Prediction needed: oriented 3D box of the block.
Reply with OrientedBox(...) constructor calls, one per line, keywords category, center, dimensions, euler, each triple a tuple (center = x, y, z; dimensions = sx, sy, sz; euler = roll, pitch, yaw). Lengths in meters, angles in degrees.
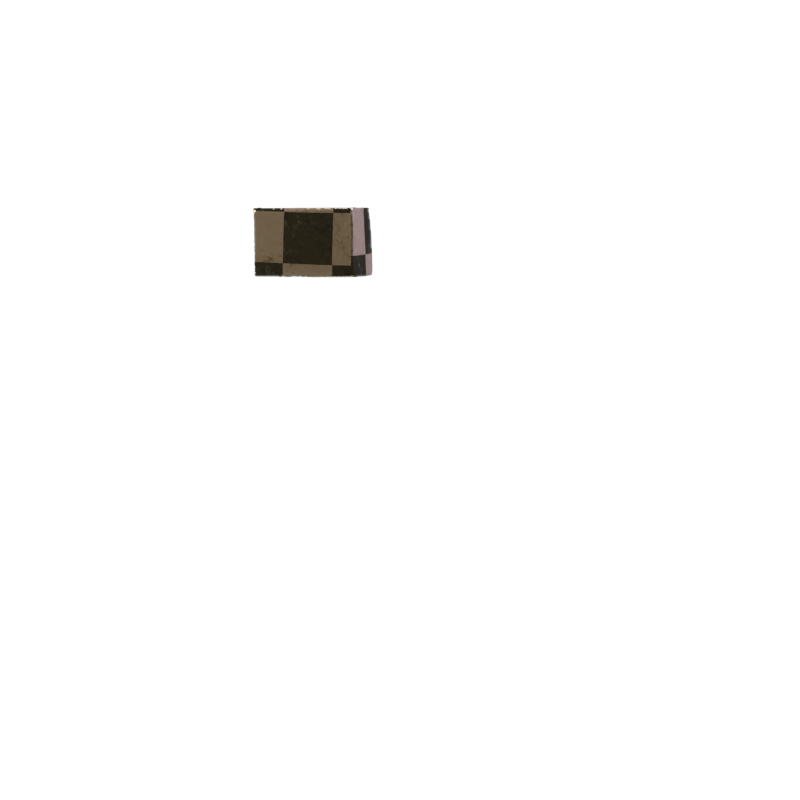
OrientedBox(category="block", center=(-0.064, -0.117, 0.820), dimensions=(0.080, 0.051, 0.052), euler=(2, 5, 15))
